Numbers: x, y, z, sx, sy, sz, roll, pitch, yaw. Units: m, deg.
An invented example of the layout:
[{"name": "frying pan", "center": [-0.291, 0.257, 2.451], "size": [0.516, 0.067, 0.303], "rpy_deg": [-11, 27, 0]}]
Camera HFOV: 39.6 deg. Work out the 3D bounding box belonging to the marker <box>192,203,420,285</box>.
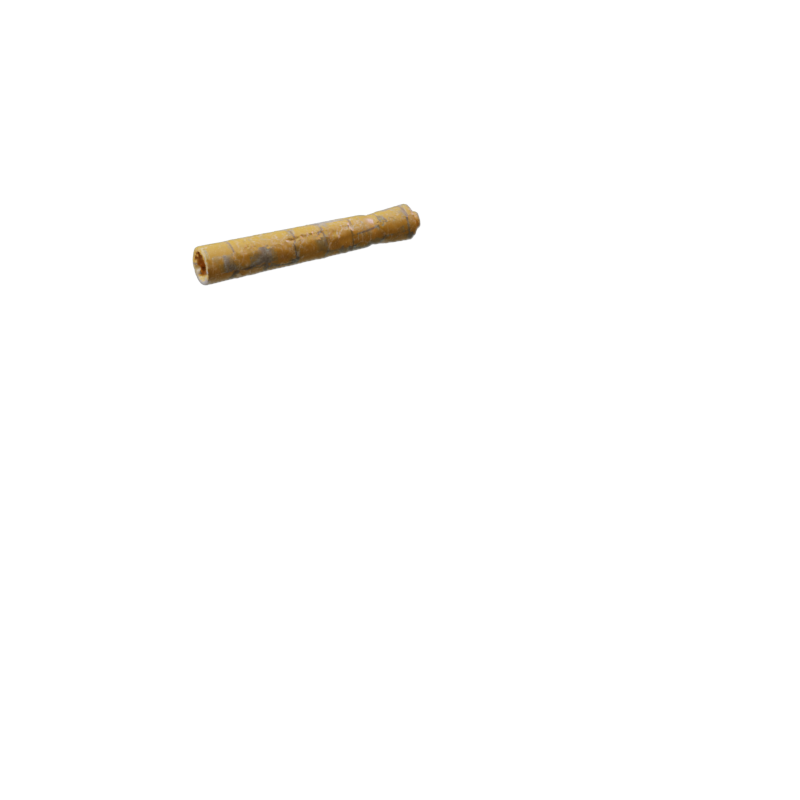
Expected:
[{"name": "marker", "center": [-0.043, -0.078, 0.543], "size": [0.119, 0.019, 0.020], "rpy_deg": [-16, 11, -27]}]
